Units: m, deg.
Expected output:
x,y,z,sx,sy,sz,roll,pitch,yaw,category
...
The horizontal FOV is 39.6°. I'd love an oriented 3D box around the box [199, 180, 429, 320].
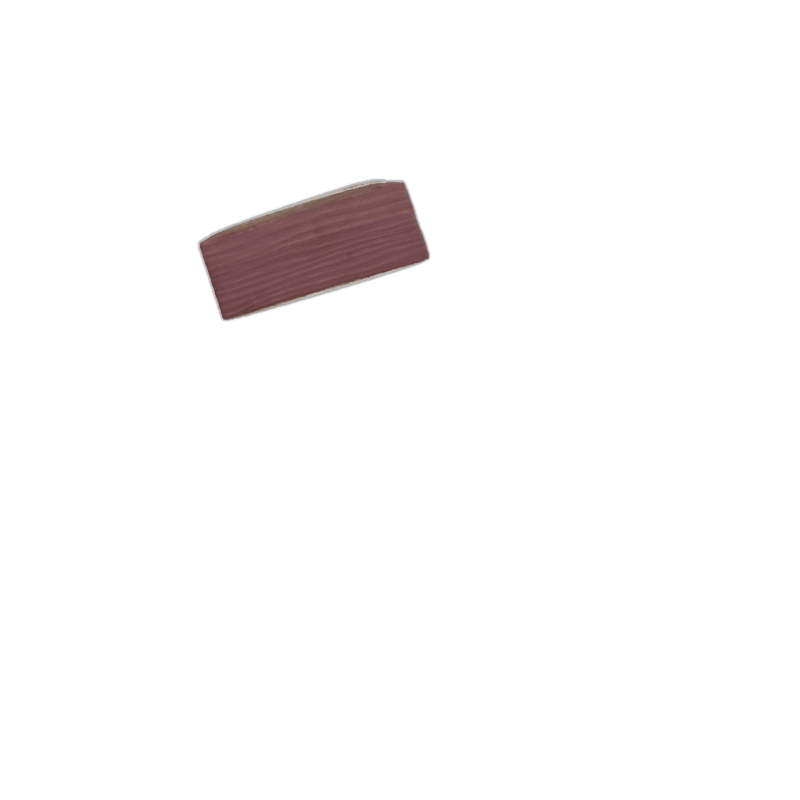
x,y,z,sx,sy,sz,roll,pitch,yaw,category
-0.072,-0.132,0.926,0.164,0.070,0.218,-17,11,0,box
